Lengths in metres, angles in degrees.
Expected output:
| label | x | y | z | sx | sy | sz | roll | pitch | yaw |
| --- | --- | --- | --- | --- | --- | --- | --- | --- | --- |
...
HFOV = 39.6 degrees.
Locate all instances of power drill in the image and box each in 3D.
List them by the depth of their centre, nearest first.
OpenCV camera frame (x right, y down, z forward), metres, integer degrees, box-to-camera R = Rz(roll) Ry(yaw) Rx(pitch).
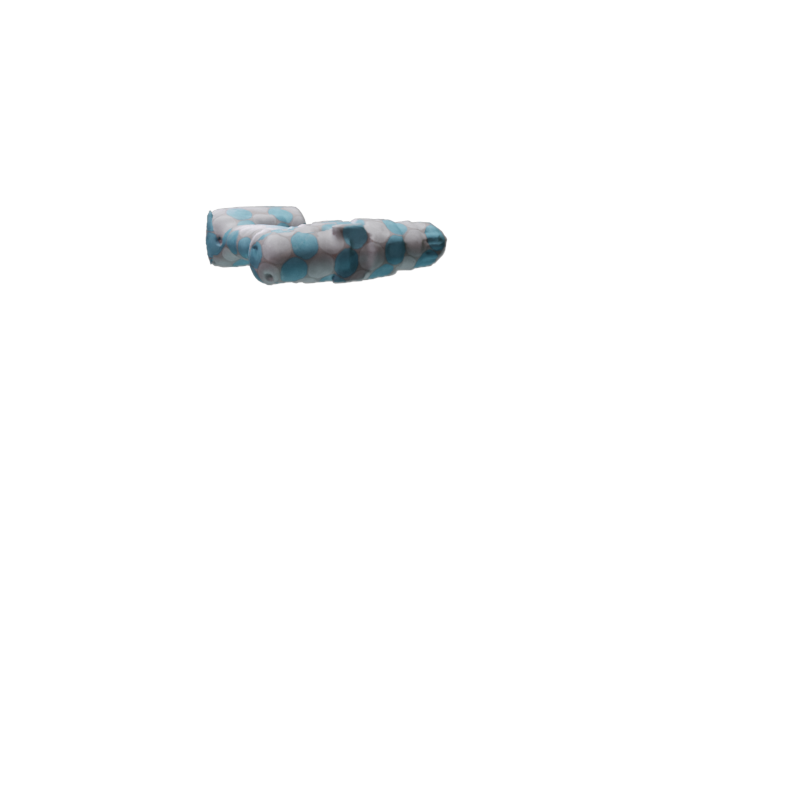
| label | x | y | z | sx | sy | sz | roll | pitch | yaw |
| --- | --- | --- | --- | --- | --- | --- | --- | --- | --- |
| power drill | -0.078 | -0.141 | 0.991 | 0.179 | 0.056 | 0.197 | -7 | 14 | -31 |
